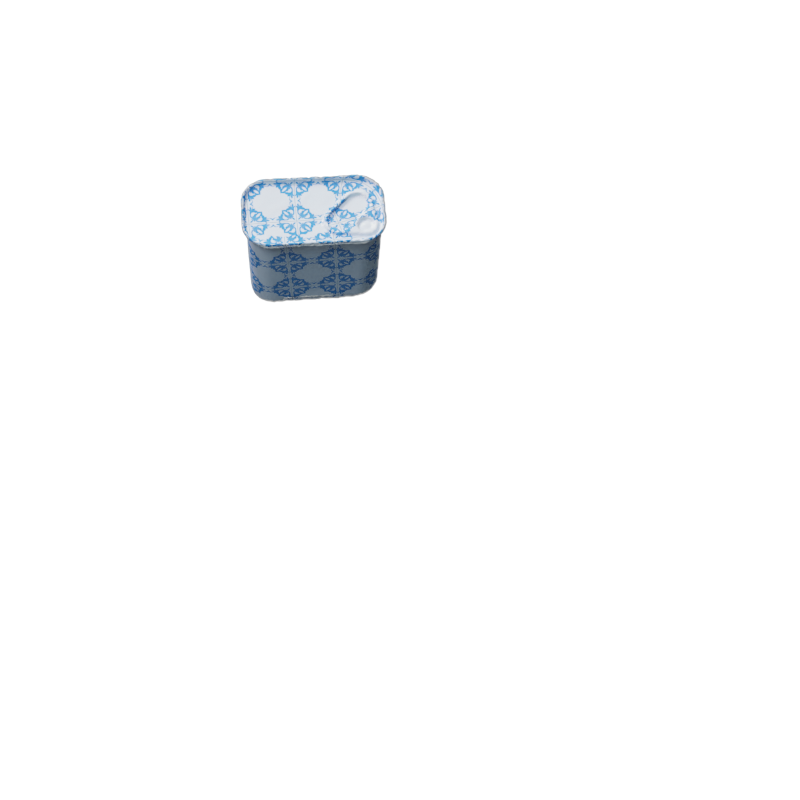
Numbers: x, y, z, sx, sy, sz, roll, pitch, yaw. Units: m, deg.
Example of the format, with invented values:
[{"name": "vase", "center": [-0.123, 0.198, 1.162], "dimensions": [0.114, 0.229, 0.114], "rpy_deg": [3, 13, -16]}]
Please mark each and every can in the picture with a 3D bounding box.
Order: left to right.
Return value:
[{"name": "can", "center": [-0.064, -0.116, 0.813], "dimensions": [0.101, 0.061, 0.079], "rpy_deg": [-3, -29, -4]}]
